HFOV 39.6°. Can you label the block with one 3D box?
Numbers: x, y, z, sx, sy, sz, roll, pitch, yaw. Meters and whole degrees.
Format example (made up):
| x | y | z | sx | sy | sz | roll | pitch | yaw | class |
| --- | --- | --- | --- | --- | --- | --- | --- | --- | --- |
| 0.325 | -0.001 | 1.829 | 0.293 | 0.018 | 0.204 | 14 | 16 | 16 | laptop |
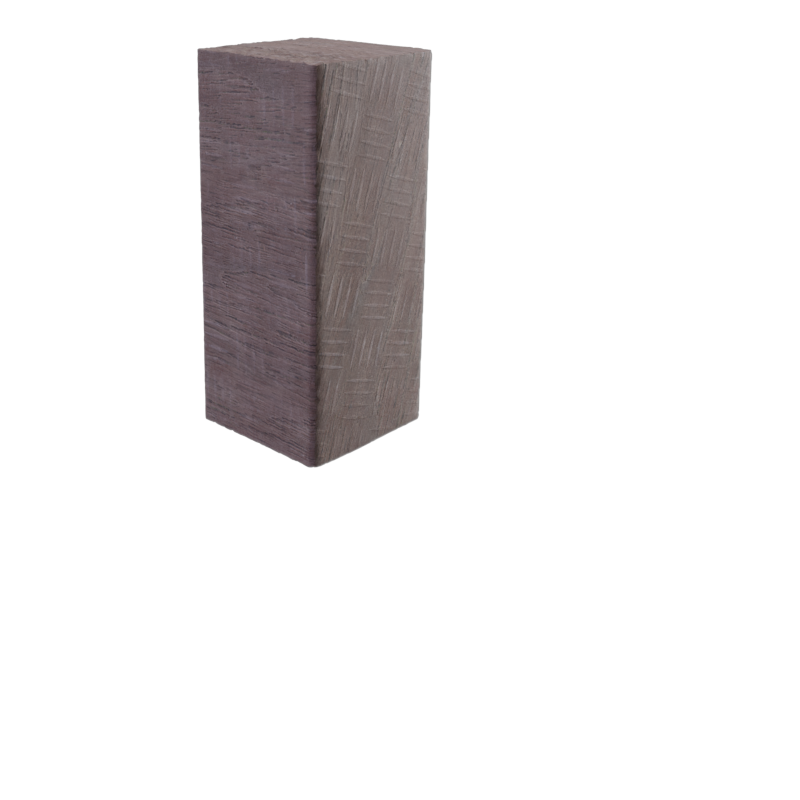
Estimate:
| x | y | z | sx | sy | sz | roll | pitch | yaw | class |
| --- | --- | --- | --- | --- | --- | --- | --- | --- | --- |
| -0.046 | -0.085 | 0.595 | 0.096 | 0.198 | 0.089 | 16 | 23 | 40 | block |
